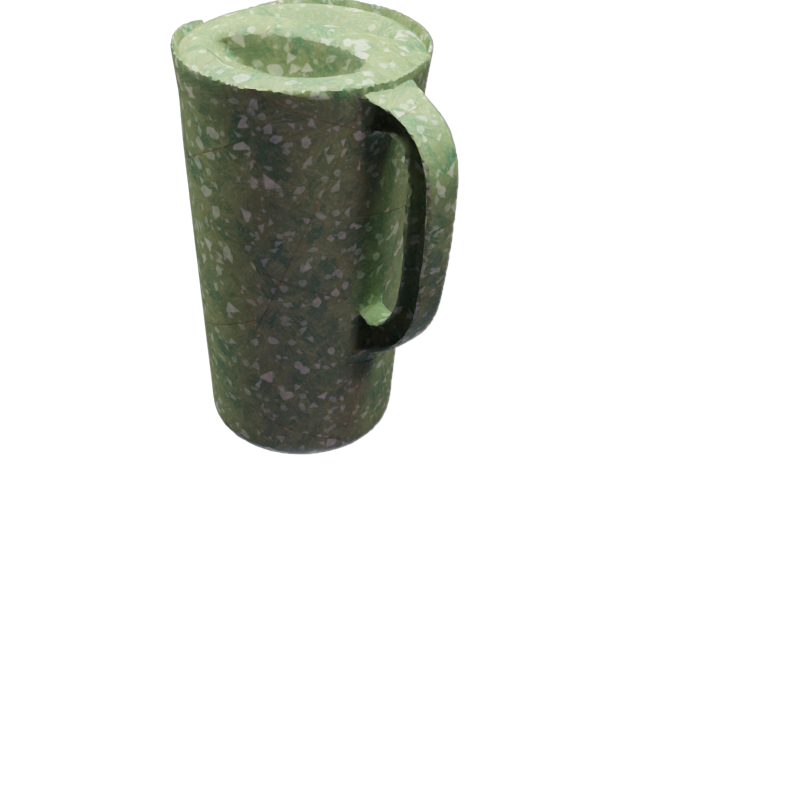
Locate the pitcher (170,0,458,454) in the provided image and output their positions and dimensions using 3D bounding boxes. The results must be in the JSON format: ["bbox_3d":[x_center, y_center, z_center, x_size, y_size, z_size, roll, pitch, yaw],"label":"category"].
[{"bbox_3d":[-0.048,-0.087,0.611,0.145,0.228,0.159,3,34,1],"label":"pitcher"}]
